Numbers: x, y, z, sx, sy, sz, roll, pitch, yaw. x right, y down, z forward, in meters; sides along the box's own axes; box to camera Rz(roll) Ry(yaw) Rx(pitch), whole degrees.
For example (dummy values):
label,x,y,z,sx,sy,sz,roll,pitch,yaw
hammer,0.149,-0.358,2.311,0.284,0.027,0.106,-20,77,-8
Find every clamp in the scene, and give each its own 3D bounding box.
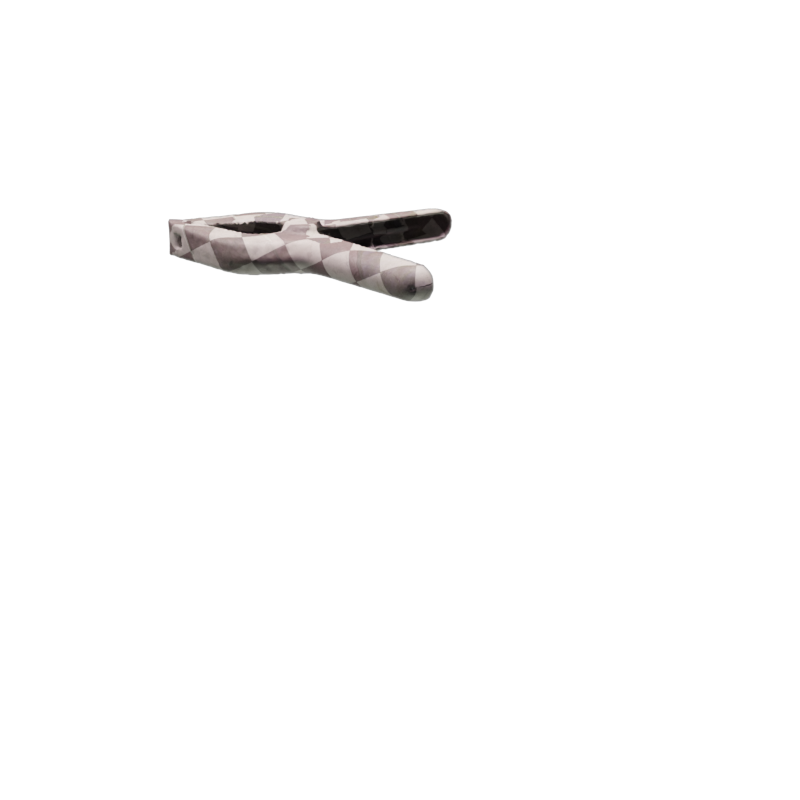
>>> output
label,x,y,z,sx,sy,sz,roll,pitch,yaw
clamp,-0.063,-0.115,0.809,0.215,0.035,0.168,6,23,15
